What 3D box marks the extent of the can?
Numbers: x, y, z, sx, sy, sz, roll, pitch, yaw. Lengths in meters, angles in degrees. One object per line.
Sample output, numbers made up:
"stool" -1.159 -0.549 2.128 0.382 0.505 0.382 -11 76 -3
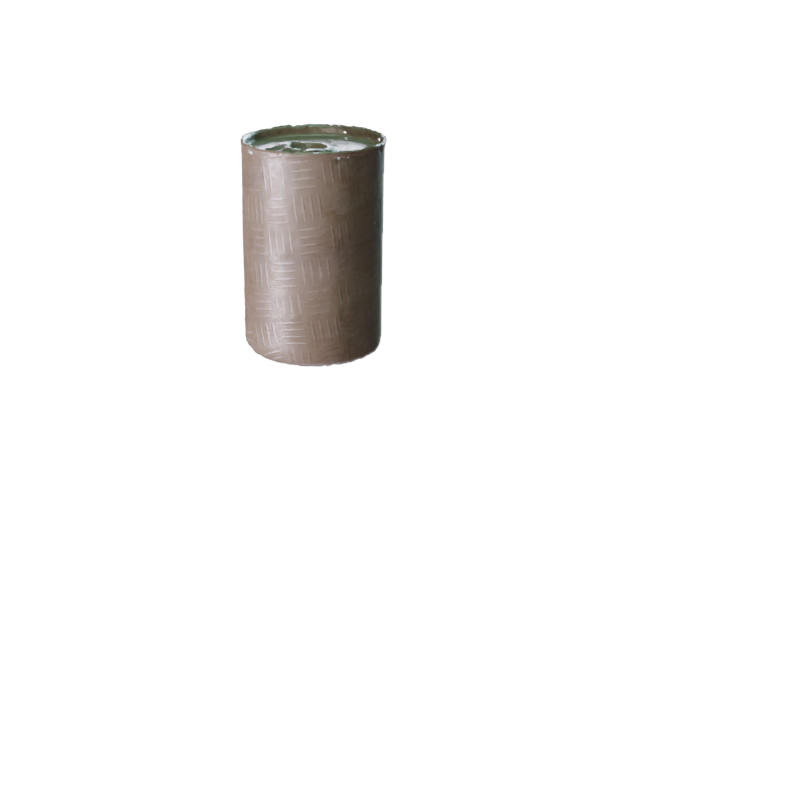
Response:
"can" -0.041 -0.076 0.530 0.068 0.098 0.072 0 19 -2
